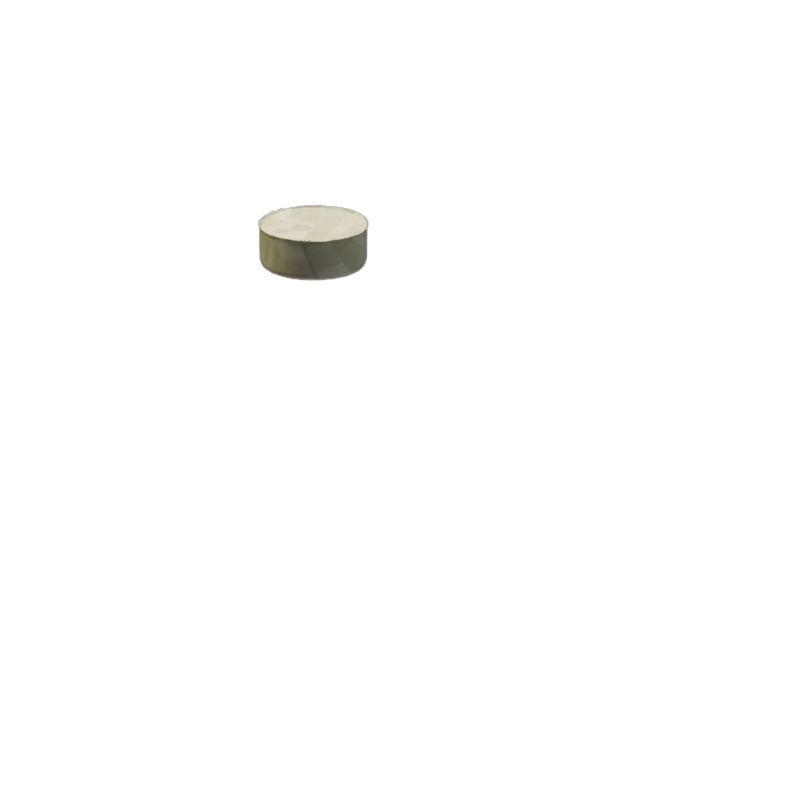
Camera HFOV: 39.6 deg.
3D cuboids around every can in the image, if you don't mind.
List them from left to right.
[{"bbox_3d":[-0.068,-0.123,0.864,0.086,0.032,0.091,-1,26,-2],"label":"can"}]
